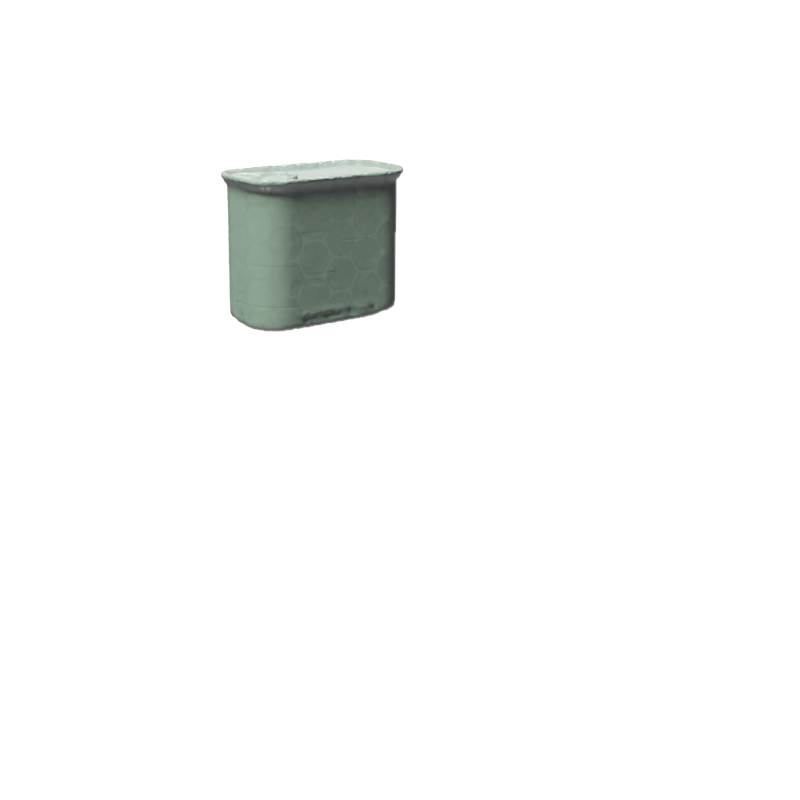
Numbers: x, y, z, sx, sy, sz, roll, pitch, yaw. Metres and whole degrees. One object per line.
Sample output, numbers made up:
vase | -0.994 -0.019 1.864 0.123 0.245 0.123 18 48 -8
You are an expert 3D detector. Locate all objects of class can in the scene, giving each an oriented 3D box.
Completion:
can | -0.049 -0.090 0.631 0.099 0.081 0.061 -10 18 -33
